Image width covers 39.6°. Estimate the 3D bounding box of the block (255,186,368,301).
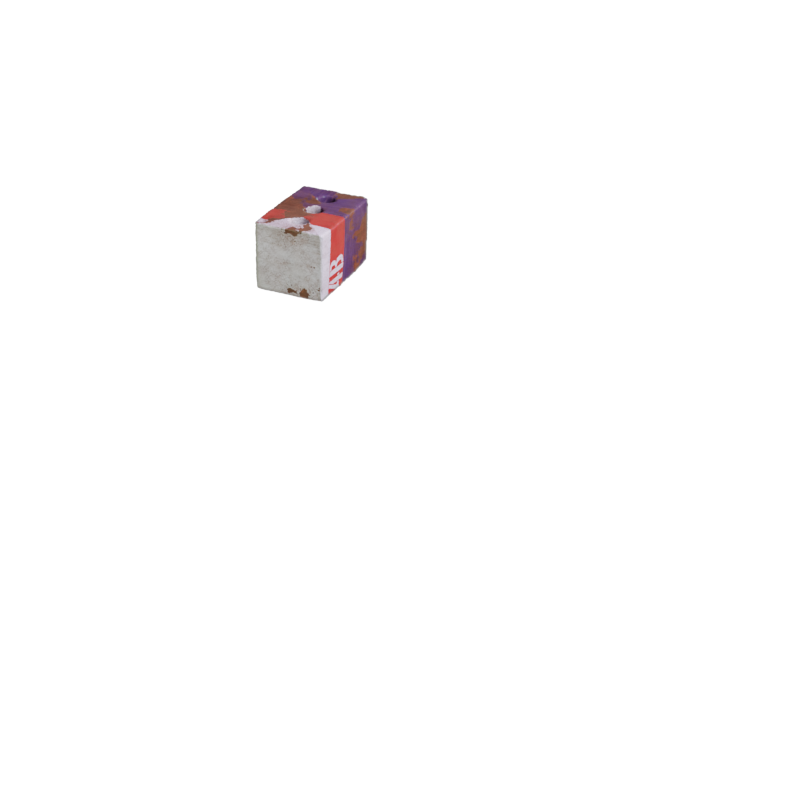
[{"bbox_3d":[-0.061,-0.112,0.782,0.055,0.048,0.080,12,31,19],"label":"block"}]
